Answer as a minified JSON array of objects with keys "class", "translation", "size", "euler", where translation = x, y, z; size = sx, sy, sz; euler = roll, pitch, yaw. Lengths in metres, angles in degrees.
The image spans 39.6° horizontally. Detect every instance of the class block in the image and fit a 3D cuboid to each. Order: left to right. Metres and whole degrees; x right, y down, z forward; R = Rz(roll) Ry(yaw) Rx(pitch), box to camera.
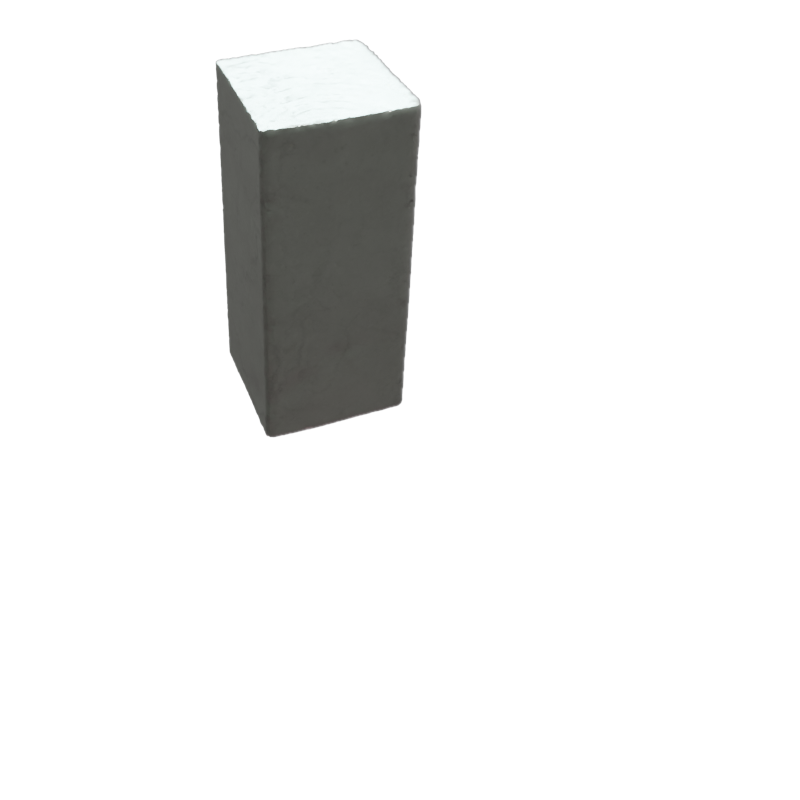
[{"class":"block","translation":[-0.050,-0.092,0.646],"size":[0.089,0.193,0.098],"euler":[-12,39,-19]}]
